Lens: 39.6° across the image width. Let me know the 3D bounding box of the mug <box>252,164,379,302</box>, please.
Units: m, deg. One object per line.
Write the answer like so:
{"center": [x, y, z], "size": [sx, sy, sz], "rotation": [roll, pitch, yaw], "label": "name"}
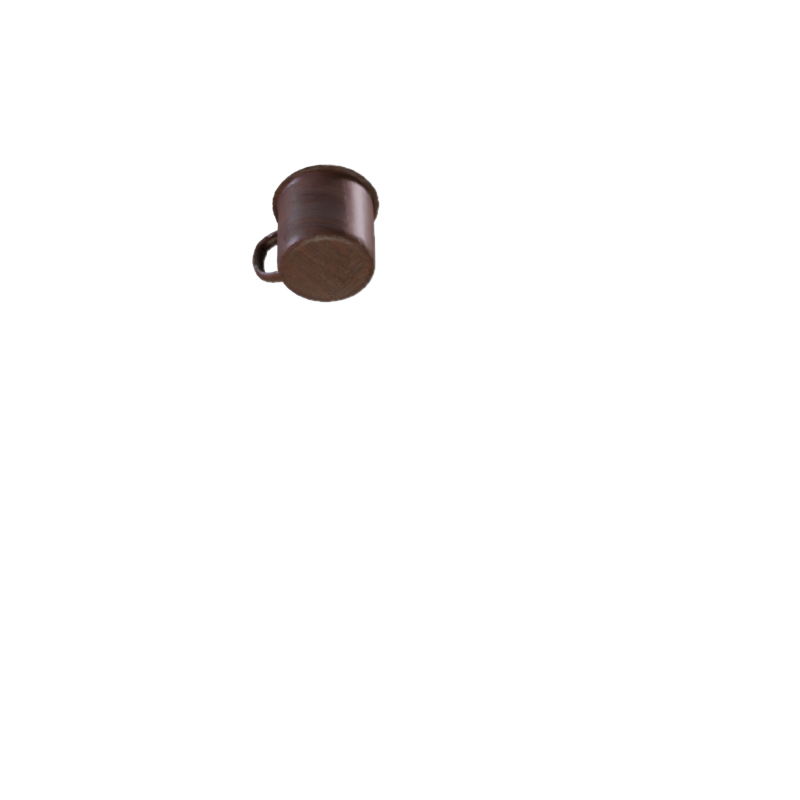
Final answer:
{"center": [-0.073, -0.134, 0.937], "size": [0.118, 0.087, 0.086], "rotation": [-18, -45, 17], "label": "mug"}
